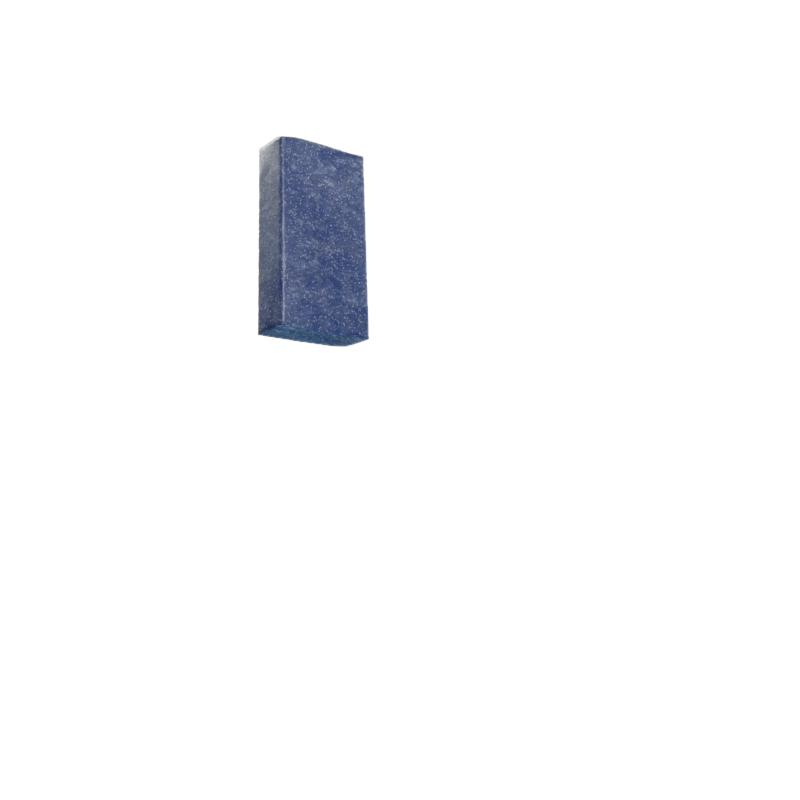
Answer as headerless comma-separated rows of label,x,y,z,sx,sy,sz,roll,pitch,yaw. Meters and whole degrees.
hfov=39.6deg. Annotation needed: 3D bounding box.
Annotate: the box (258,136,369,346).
box,-0.076,-0.140,0.977,0.089,0.184,0.048,10,-21,-33
